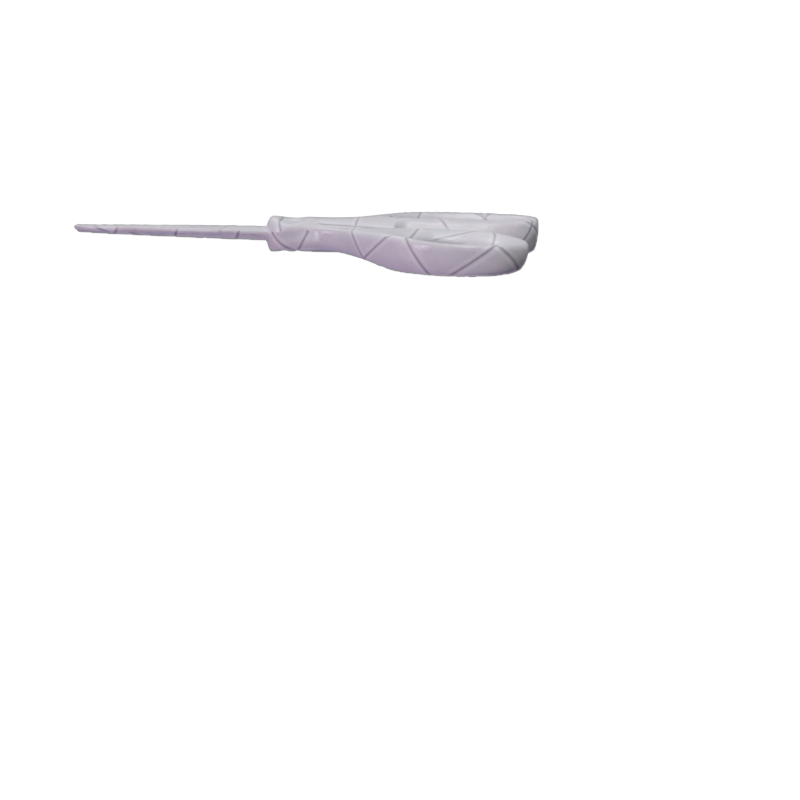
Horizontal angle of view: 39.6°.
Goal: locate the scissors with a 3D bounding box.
[{"bbox_3d":[-0.036,-0.066,0.461,0.200,0.015,0.100,-3,18,-8],"label":"scissors"}]
